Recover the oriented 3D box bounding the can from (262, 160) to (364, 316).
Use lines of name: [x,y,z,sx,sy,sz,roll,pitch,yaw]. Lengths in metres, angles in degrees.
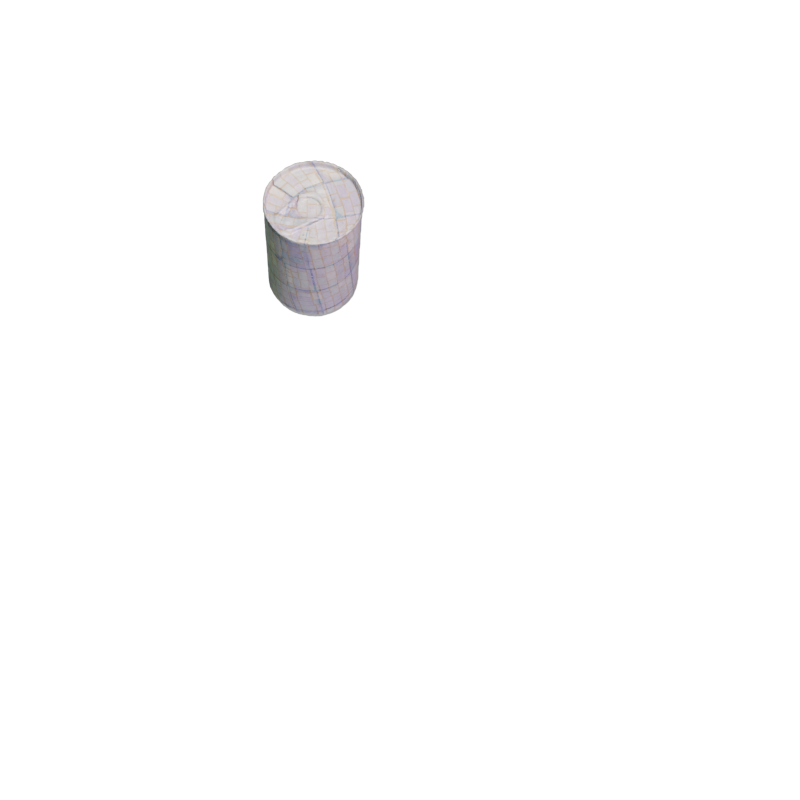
can: [-0.061,-0.112,0.781,0.068,0.073,0.096,0,-28,-3]
